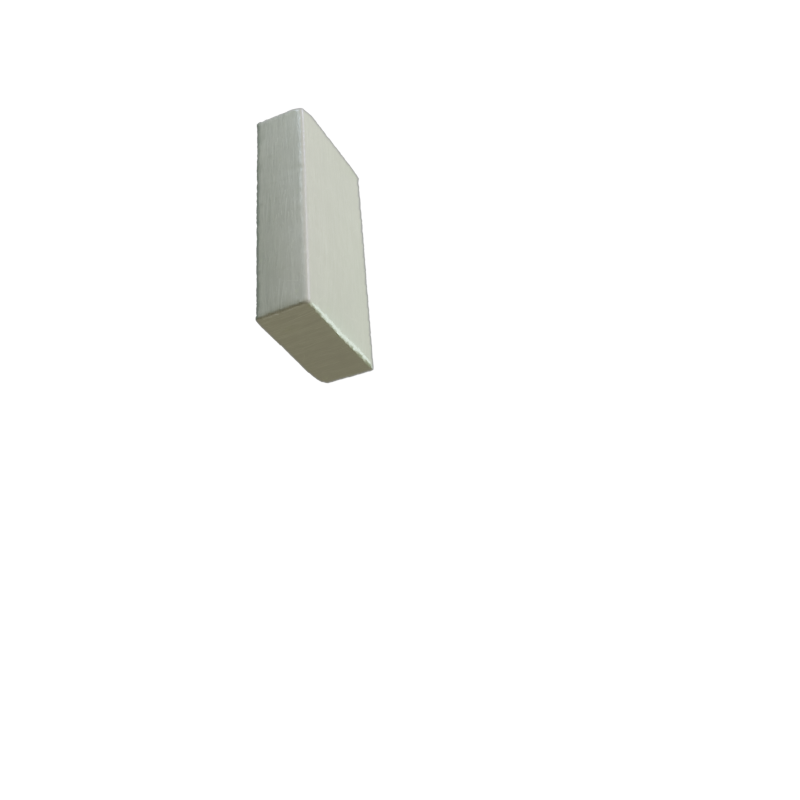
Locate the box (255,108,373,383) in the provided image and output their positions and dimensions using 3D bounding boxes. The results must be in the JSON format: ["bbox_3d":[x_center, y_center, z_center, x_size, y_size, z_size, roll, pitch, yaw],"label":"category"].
[{"bbox_3d":[-0.060,-0.109,0.765,0.048,0.189,0.086,-18,-38,21],"label":"box"}]
